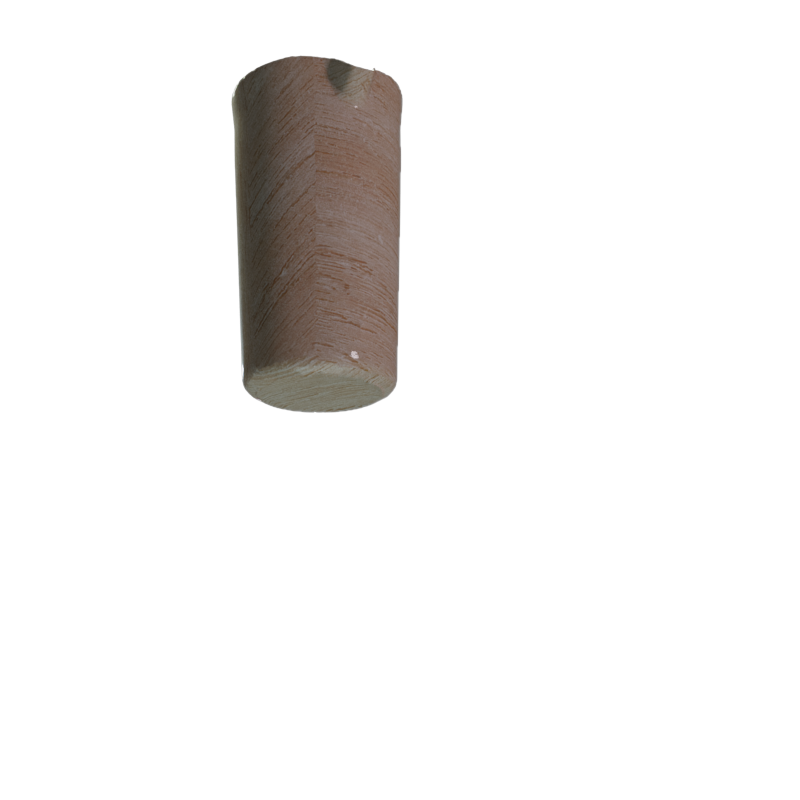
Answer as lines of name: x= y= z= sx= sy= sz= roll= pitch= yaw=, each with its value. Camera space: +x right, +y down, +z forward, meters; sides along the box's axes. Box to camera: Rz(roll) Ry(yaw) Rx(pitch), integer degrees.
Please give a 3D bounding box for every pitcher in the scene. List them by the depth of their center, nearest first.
pitcher: x=-0.064 y=-0.117 z=0.823 sx=0.147 sy=0.256 sz=0.139 roll=-8 pitch=-23 yaw=16
